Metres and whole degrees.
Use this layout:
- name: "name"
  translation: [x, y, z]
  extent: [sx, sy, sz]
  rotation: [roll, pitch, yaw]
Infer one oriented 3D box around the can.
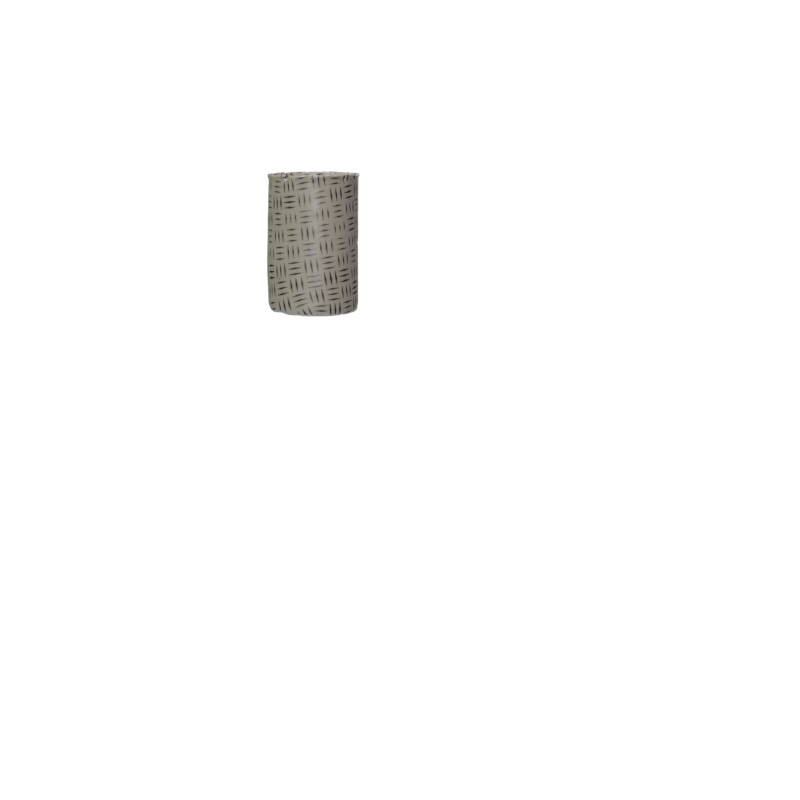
- name: "can"
  translation: [-0.064, -0.117, 0.822]
  extent: [0.068, 0.101, 0.070]
  rotation: [0, 8, -2]
